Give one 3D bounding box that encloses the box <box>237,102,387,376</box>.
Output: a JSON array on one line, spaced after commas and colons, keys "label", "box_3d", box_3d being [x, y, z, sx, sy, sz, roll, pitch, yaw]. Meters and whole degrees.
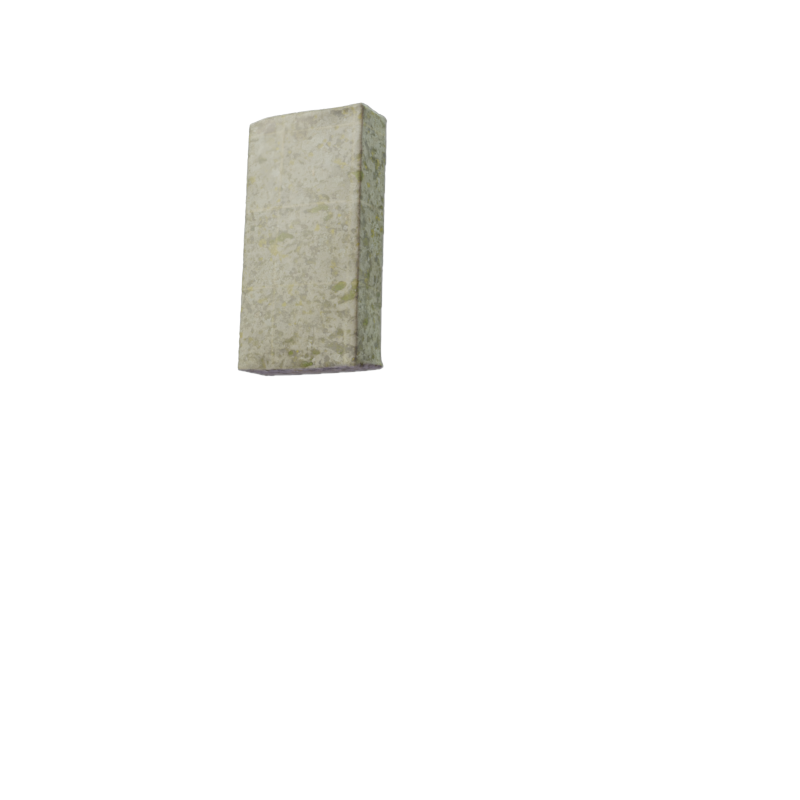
[{"label": "box", "box_3d": [-0.059, -0.107, 0.748, 0.096, 0.181, 0.046, -5, -11, 27]}]
